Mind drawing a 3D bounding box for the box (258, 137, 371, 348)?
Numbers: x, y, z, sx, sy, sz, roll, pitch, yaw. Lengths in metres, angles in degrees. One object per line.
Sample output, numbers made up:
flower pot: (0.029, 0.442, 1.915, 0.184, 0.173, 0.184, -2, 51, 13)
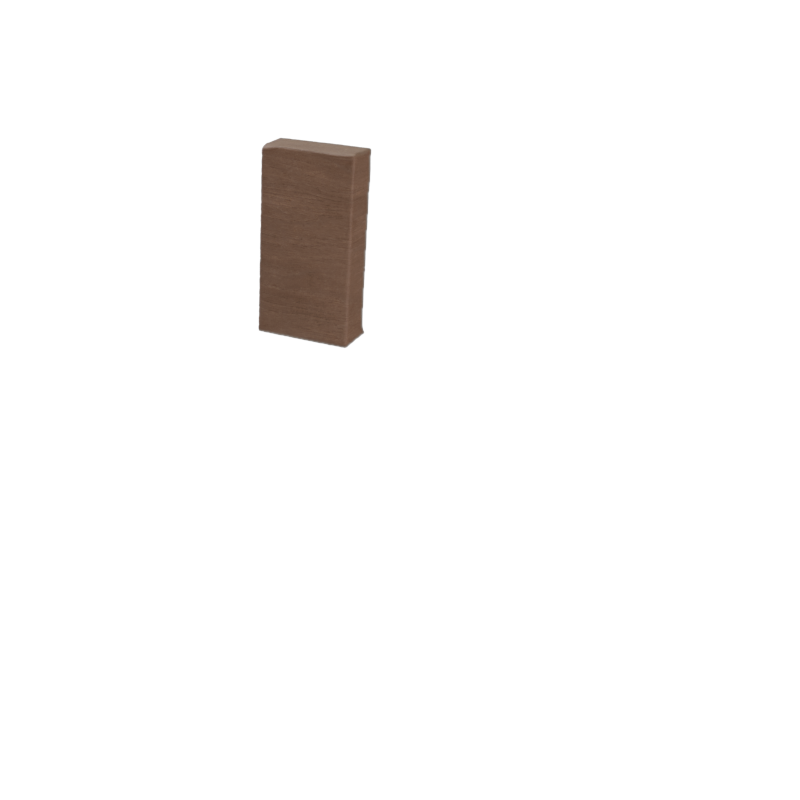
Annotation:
box: (-0.078, -0.142, 0.996, 0.097, 0.169, 0.048, 10, 21, 23)
